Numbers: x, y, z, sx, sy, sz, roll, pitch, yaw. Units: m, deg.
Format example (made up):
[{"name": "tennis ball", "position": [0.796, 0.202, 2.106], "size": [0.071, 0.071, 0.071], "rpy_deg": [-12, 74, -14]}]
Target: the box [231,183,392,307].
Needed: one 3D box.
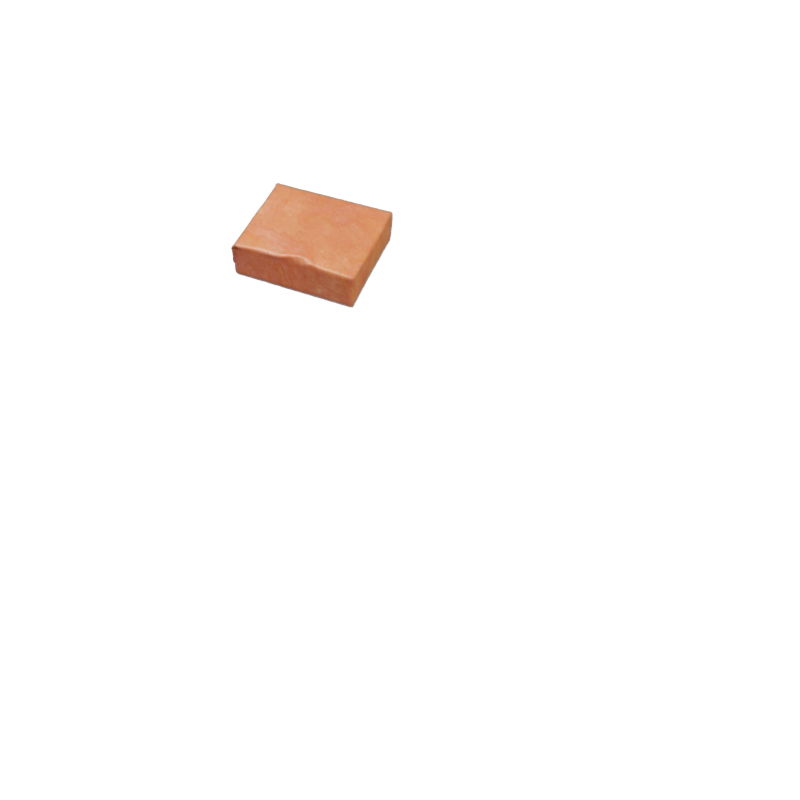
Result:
[{"name": "box", "position": [-0.059, -0.107, 0.752], "size": [0.092, 0.028, 0.076], "rpy_deg": [16, 48, 15]}]
